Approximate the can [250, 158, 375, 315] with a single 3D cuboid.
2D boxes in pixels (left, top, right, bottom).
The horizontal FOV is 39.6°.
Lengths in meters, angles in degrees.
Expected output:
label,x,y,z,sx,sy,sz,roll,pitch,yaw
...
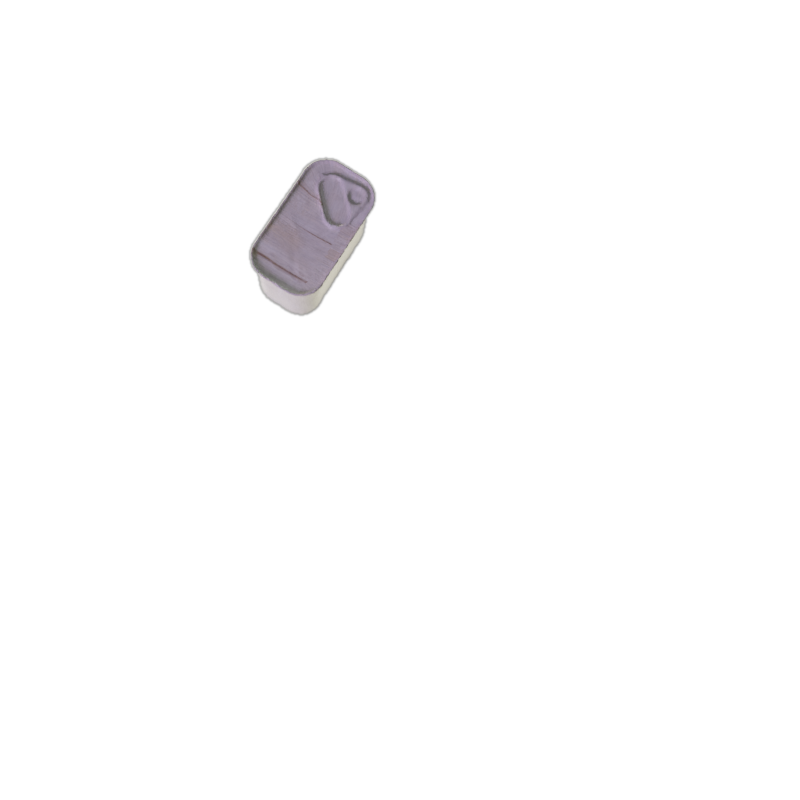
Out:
label,x,y,z,sx,sy,sz,roll,pitch,yaw
can,-0.065,-0.118,0.826,0.058,0.104,0.081,32,-12,3
